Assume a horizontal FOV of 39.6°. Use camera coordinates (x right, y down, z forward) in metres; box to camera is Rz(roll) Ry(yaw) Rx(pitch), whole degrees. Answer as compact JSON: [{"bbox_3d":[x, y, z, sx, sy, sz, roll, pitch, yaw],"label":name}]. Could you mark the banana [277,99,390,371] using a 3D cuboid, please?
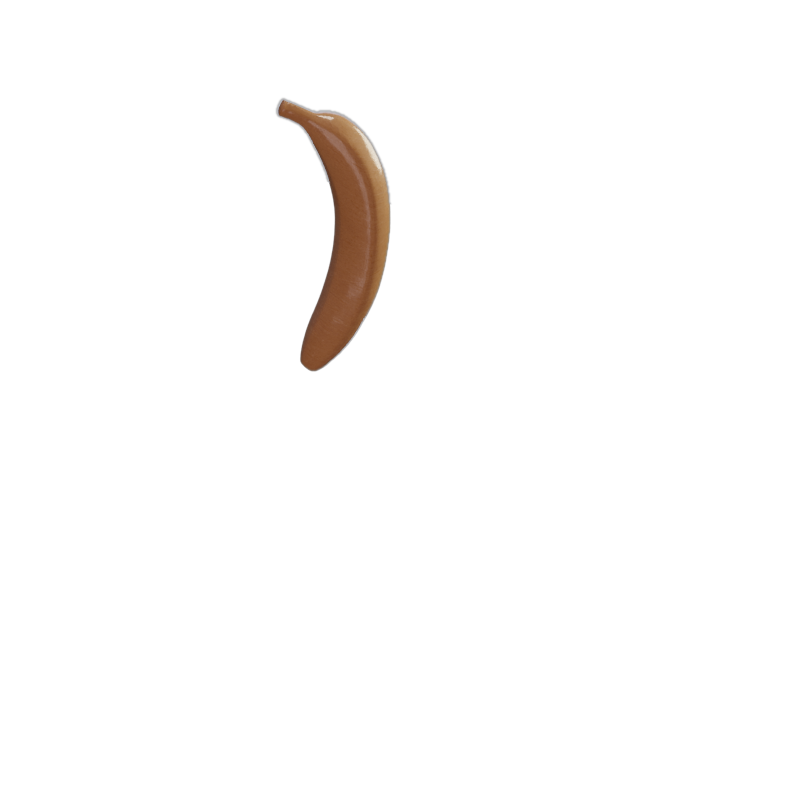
[{"bbox_3d":[-0.041,-0.112,0.750,0.070,0.188,0.039,-3,23,0],"label":"banana"}]
